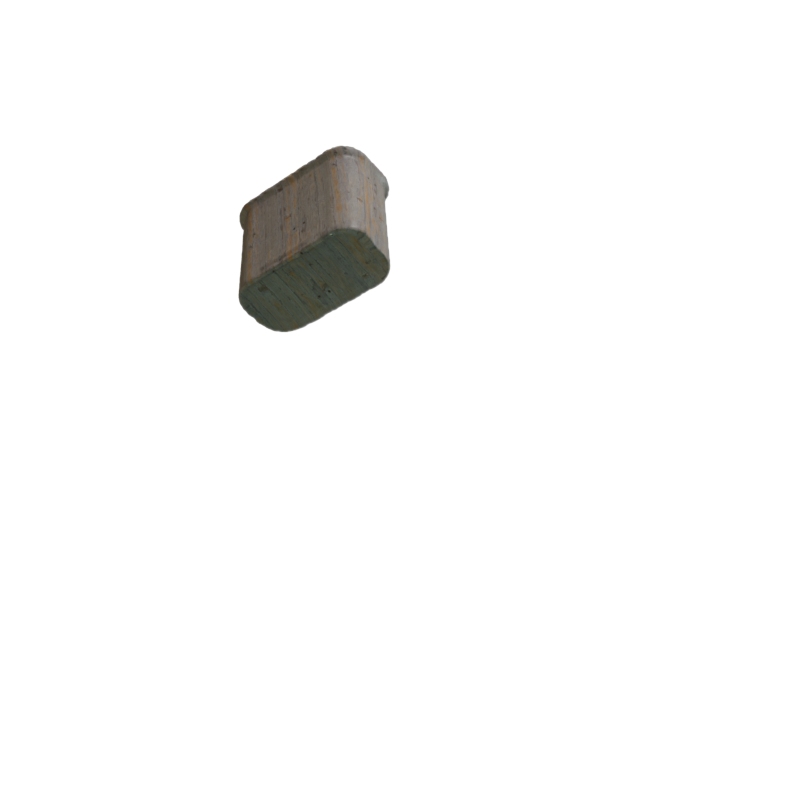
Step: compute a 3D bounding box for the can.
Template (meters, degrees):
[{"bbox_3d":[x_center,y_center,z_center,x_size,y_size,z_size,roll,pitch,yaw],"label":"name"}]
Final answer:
[{"bbox_3d":[-0.055,-0.101,0.707,0.102,0.090,0.054,-29,-52,22],"label":"can"}]
